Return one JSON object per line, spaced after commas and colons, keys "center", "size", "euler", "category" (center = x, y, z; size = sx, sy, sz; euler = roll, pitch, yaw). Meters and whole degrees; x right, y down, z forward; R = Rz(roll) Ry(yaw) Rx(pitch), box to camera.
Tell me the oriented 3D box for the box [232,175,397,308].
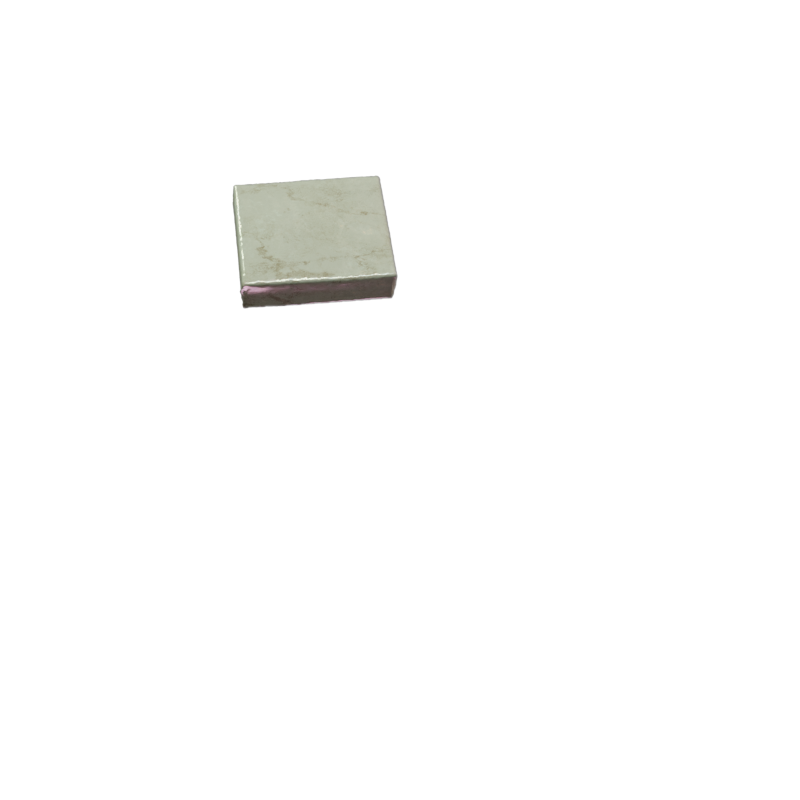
{"center": [-0.064, -0.116, 0.812], "size": [0.113, 0.096, 0.036], "euler": [-6, -32, -4], "category": "box"}
